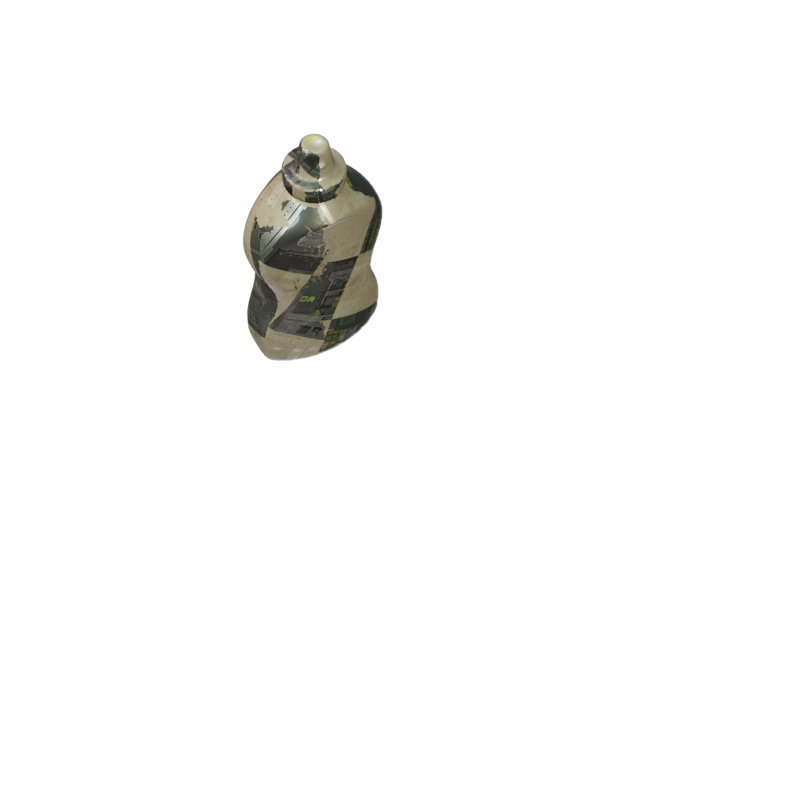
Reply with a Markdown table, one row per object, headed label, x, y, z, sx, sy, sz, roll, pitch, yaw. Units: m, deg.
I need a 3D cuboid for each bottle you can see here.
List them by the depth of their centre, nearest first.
| label | x | y | z | sx | sy | sz | roll | pitch | yaw |
| --- | --- | --- | --- | --- | --- | --- | --- | --- | --- |
| bottle | -0.058 | -0.106 | 0.748 | 0.095 | 0.063 | 0.179 | -23 | -30 | -18 |
